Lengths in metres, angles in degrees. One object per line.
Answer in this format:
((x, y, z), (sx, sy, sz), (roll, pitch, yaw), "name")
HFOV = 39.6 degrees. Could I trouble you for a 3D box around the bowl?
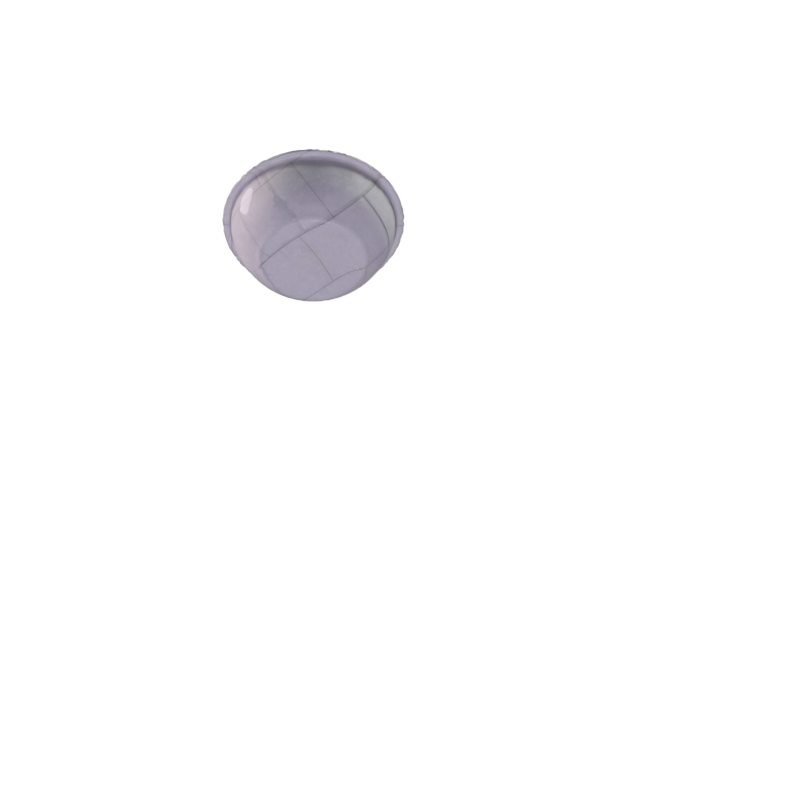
((-0.076, -0.138, 0.968), (0.162, 0.151, 0.059), (1, 42, -1), "bowl")
